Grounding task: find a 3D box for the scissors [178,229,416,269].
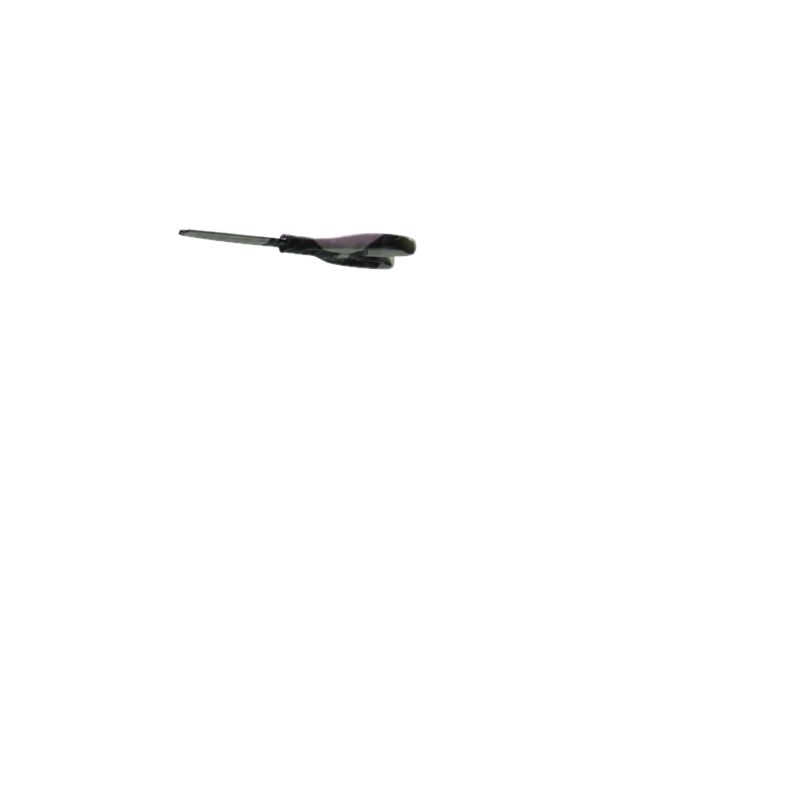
[{"bbox_3d":[-0.071,-0.129,0.904,0.192,0.016,0.099,5,-7,-42],"label":"scissors"}]
